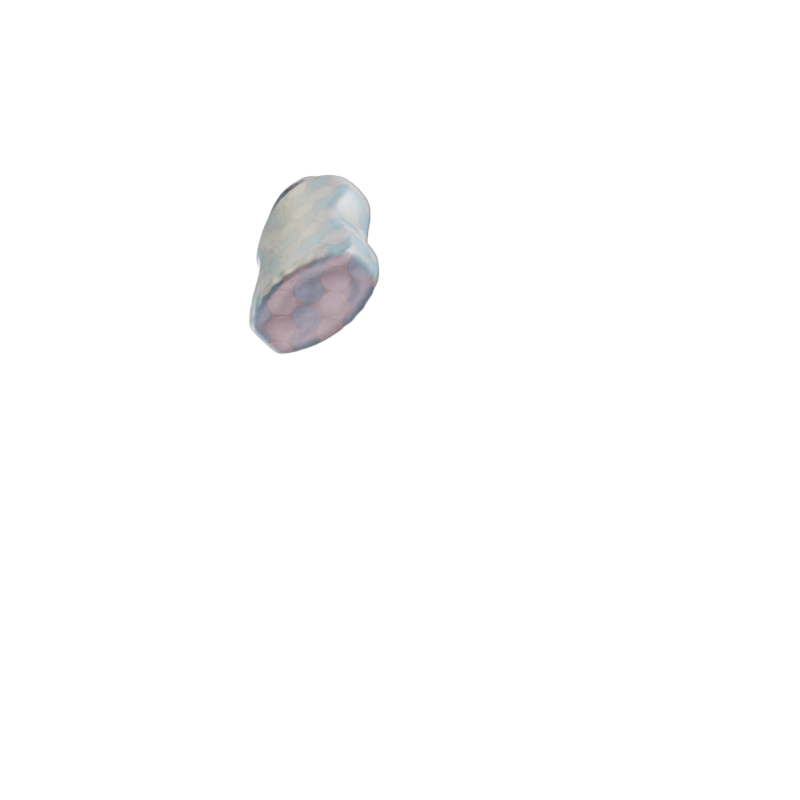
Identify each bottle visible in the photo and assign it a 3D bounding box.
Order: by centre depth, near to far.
[{"bbox_3d":[-0.065,-0.119,0.829,0.095,0.055,0.204,-38,28,19],"label":"bottle"}]
